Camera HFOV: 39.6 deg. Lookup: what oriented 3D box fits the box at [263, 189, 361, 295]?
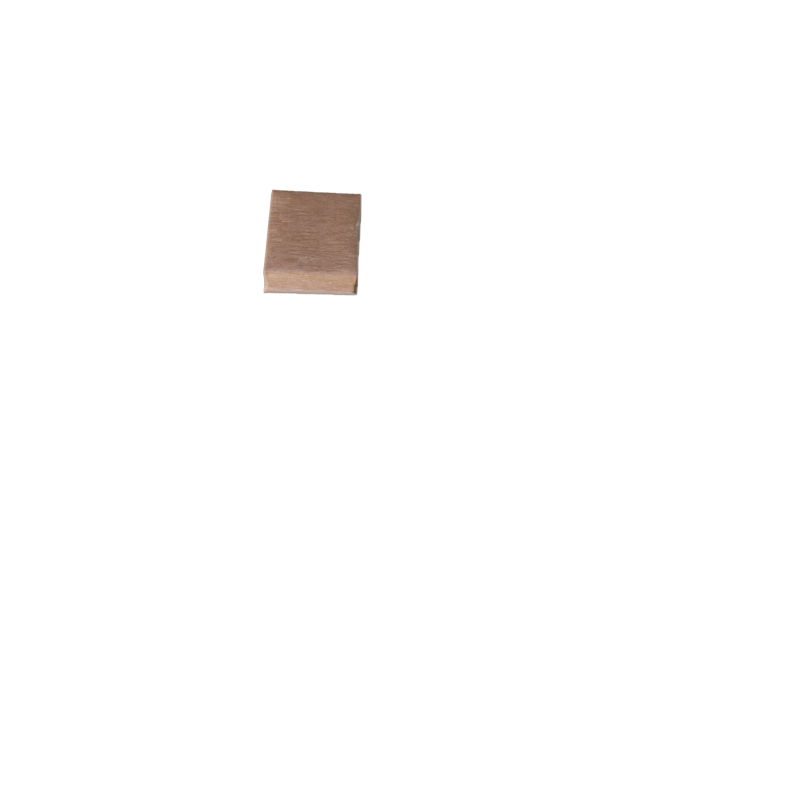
[{"bbox_3d":[-0.068,-0.124,0.869,0.073,0.095,0.028,2,-38,1],"label":"box"}]
